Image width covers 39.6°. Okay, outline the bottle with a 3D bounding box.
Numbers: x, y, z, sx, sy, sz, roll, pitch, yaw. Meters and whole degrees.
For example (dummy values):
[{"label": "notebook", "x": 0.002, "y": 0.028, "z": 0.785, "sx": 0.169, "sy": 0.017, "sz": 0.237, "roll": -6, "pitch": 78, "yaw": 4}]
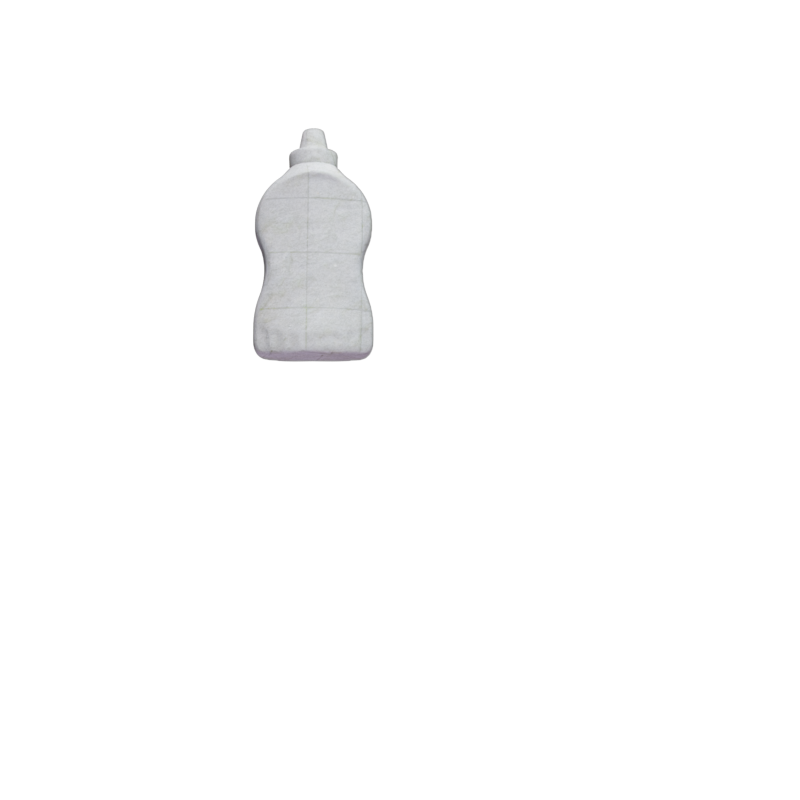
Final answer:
[{"label": "bottle", "x": -0.071, "y": -0.129, "z": 0.907, "sx": 0.096, "sy": 0.198, "sz": 0.056, "roll": -1, "pitch": -13, "yaw": 0}]
